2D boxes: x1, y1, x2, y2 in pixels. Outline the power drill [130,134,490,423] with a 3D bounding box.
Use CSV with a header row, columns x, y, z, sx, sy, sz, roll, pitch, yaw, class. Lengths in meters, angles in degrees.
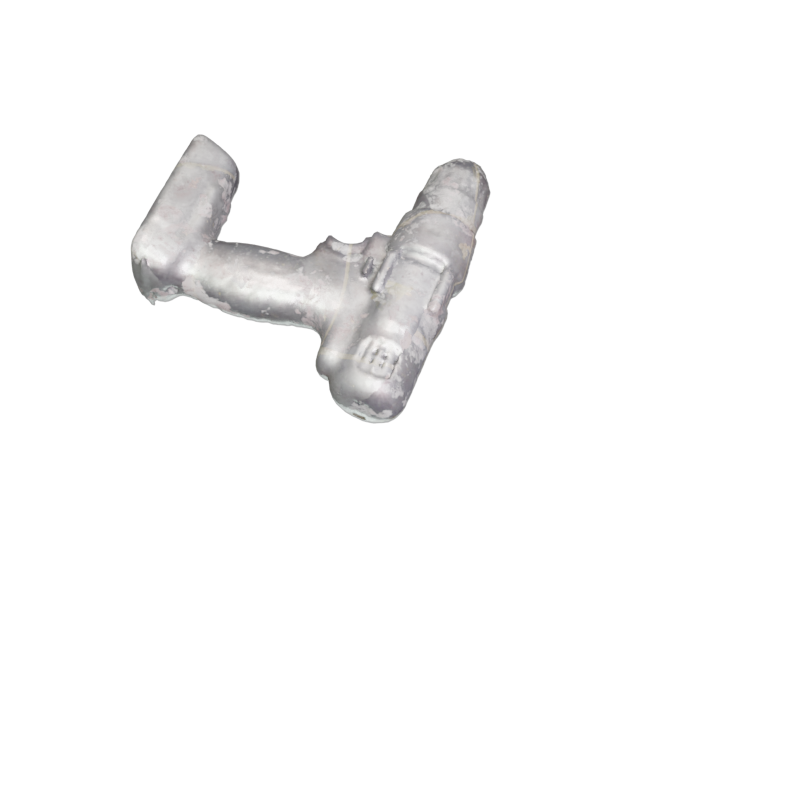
x,y,z,sx,sy,sz,roll,pitch,yaw,class
-0.052,-0.096,0.670,0.192,0.192,0.054,19,-31,11,power drill
